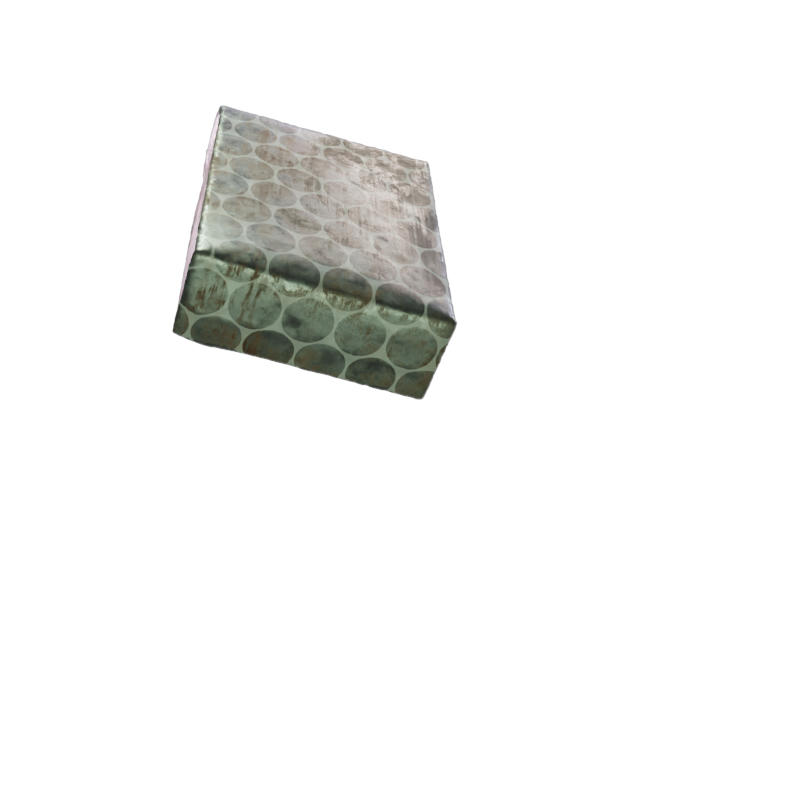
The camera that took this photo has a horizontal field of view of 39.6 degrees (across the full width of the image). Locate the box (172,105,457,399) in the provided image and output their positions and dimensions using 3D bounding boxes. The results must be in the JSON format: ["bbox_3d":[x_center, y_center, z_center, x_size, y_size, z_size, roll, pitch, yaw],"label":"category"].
[{"bbox_3d":[-0.058,-0.107,0.747,0.161,0.068,0.228,13,34,-12],"label":"box"}]
